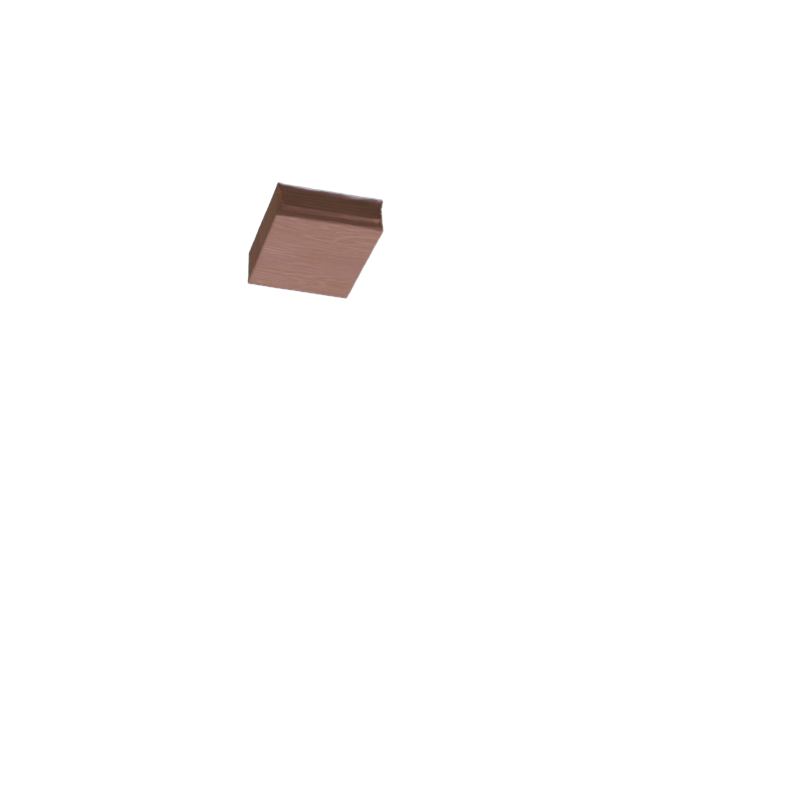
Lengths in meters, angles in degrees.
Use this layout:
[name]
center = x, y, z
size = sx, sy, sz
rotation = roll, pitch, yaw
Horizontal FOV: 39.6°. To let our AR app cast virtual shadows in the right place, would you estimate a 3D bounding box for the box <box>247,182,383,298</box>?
[box]
center = -0.059, -0.107, 0.749
size = 0.071, 0.032, 0.086
rotation = 8, -31, -15
